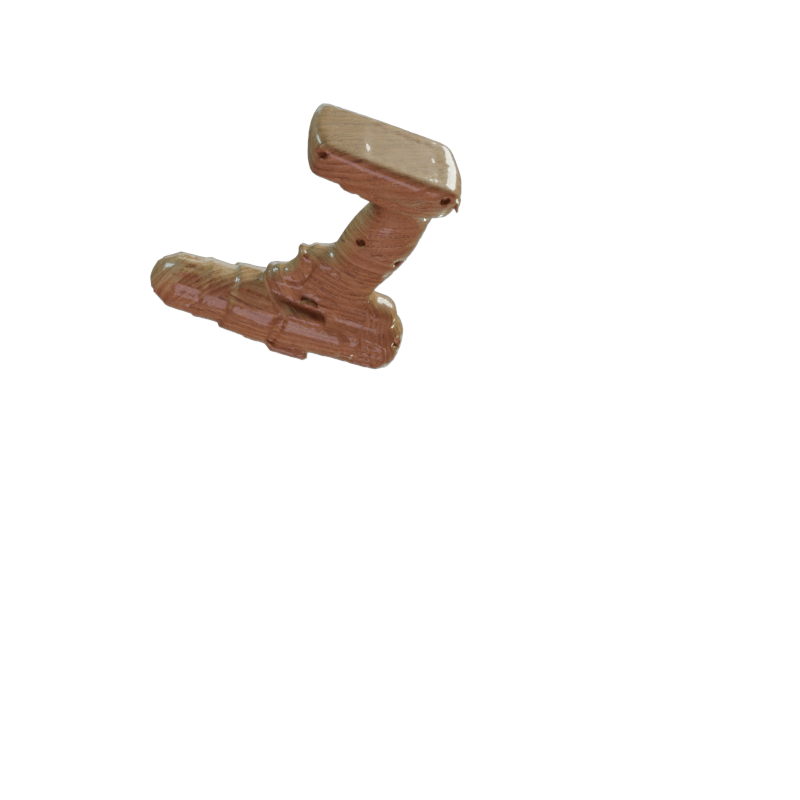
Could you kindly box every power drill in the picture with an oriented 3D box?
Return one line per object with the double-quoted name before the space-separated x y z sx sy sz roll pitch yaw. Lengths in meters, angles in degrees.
"power drill" -0.058 -0.106 0.742 0.179 0.062 0.180 16 -45 -17
